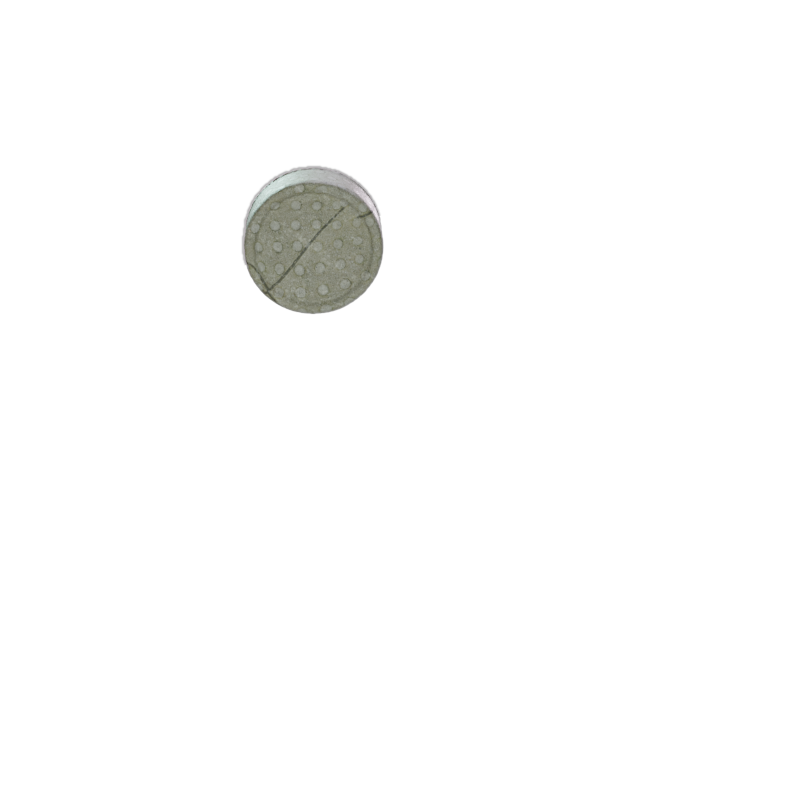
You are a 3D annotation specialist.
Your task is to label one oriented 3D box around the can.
[{"bbox_3d":[-0.053,-0.097,0.677,0.086,0.082,0.035,0,20,-1],"label":"can"}]
